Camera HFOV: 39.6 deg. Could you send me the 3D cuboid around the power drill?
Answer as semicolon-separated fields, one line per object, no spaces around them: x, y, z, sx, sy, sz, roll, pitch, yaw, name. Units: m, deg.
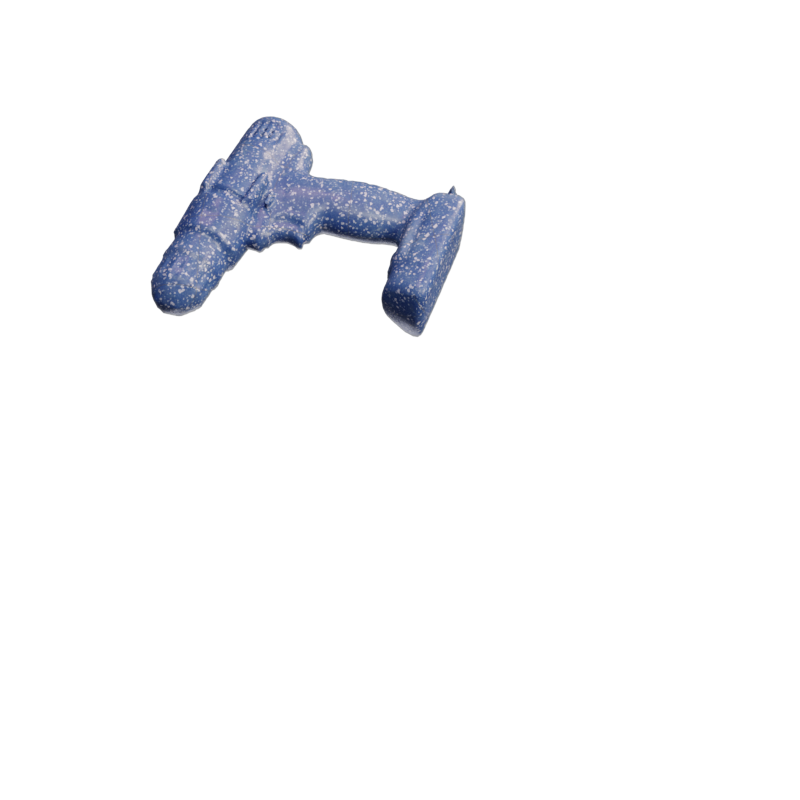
-0.061;-0.111;0.777;0.193;0.192;0.054;19;-33;12;power drill
